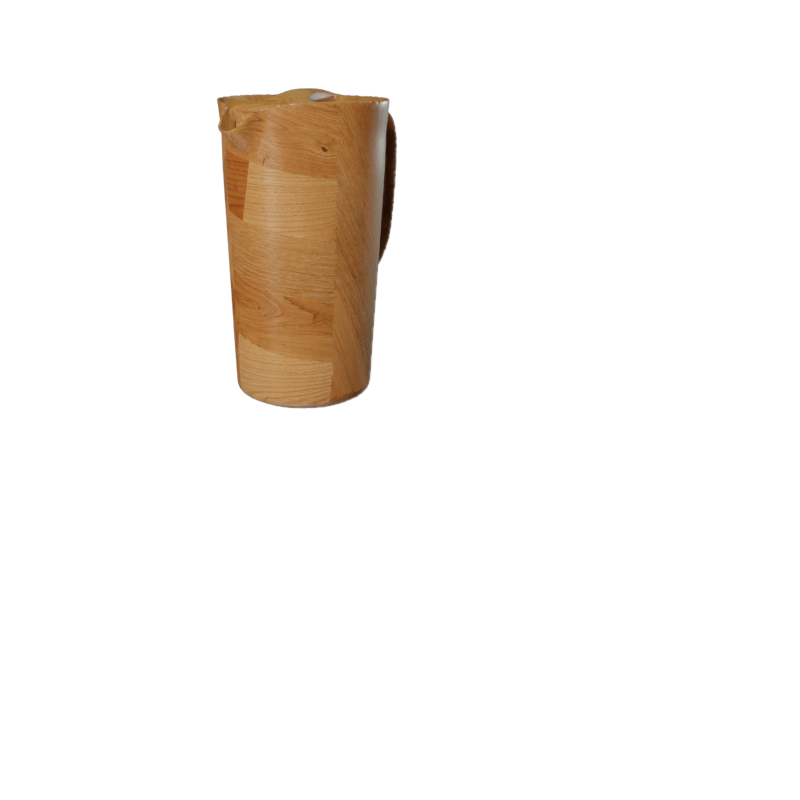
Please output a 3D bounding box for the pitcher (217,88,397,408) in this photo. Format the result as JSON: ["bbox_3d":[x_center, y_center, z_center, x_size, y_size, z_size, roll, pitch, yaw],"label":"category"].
[{"bbox_3d":[-0.069,-0.126,0.884,0.148,0.236,0.150,-1,13,-6],"label":"pitcher"}]
